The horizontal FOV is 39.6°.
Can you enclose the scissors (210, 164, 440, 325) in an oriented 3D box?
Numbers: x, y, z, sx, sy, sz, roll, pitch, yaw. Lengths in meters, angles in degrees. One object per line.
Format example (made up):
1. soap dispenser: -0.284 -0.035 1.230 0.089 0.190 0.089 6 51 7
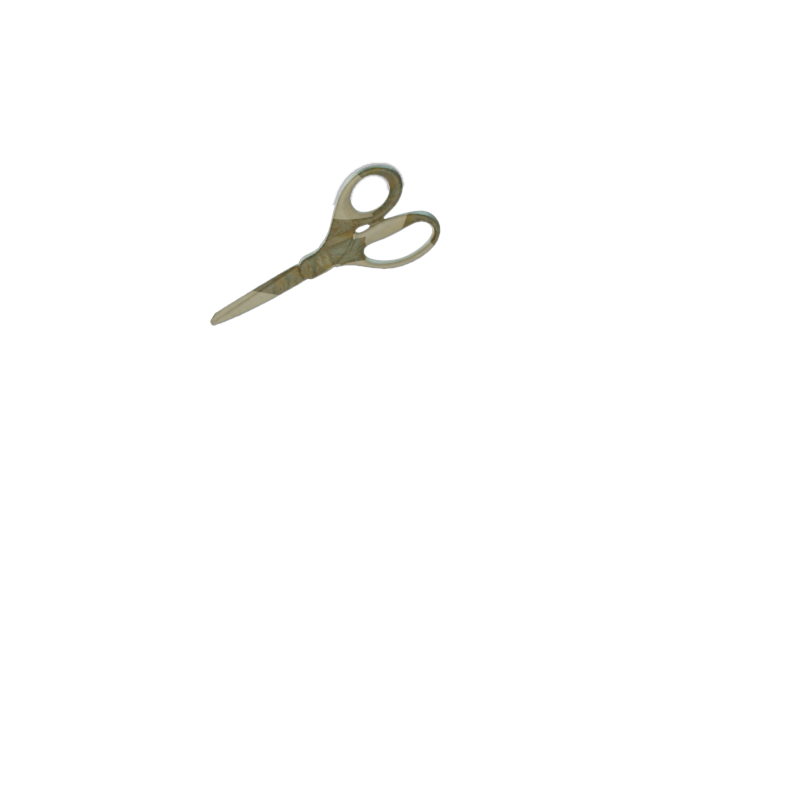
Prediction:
1. scissors: -0.070 -0.127 0.889 0.202 0.092 0.016 -14 20 5
